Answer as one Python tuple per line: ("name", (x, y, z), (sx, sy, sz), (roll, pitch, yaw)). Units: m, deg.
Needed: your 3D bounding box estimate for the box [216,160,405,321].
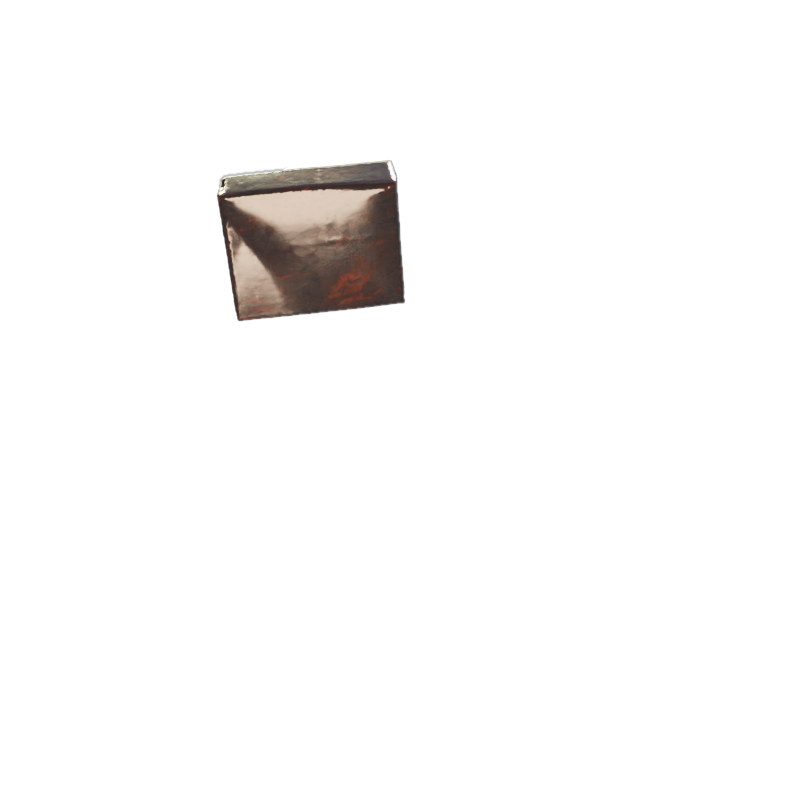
("box", (-0.056, -0.102, 0.714), (0.114, 0.085, 0.041), (-4, 27, 2))
